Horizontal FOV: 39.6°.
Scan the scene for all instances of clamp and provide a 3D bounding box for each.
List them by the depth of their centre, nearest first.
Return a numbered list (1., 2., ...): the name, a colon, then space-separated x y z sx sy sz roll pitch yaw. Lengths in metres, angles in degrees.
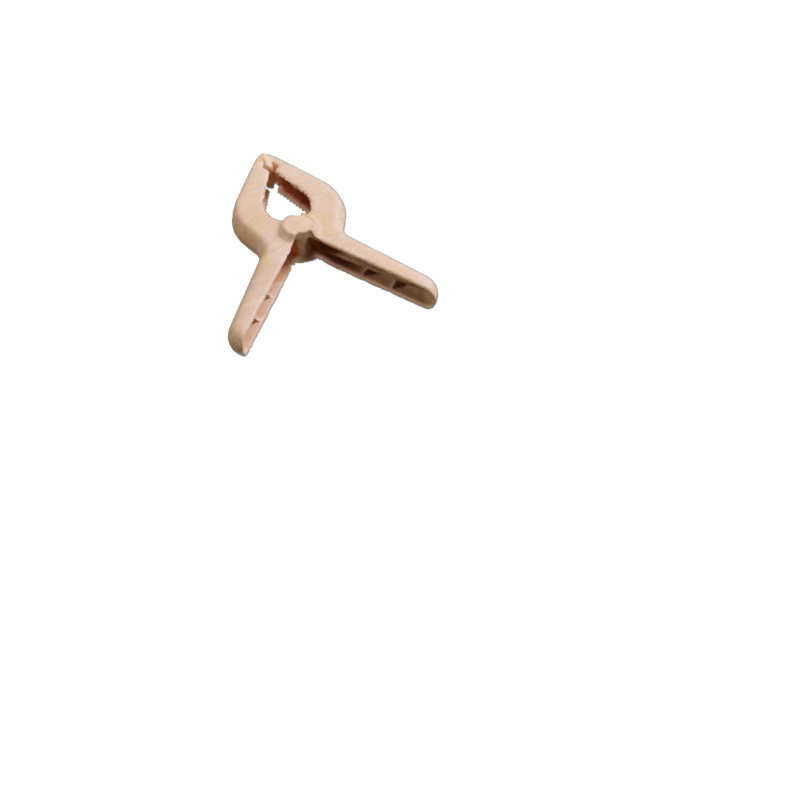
1. clamp: -0.070 -0.128 0.896 0.163 0.227 0.034 -9 -42 -9
